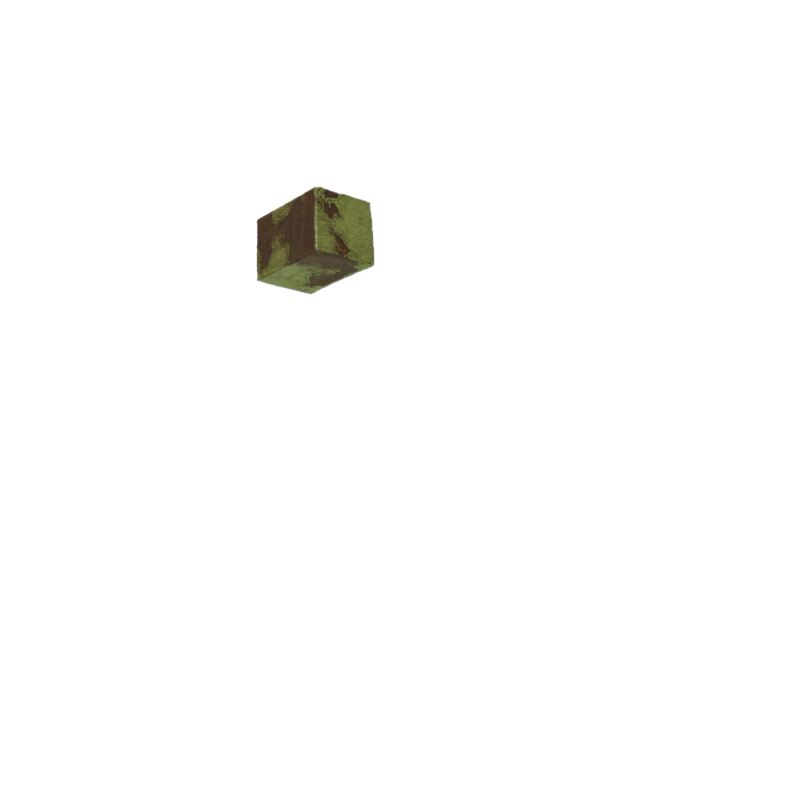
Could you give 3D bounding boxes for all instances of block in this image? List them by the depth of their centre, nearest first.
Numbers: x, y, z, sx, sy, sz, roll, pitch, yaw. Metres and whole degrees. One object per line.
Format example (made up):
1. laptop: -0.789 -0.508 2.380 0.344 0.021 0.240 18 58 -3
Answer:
1. block: -0.064 -0.116 0.812 0.050 0.054 0.079 14 -22 -38
